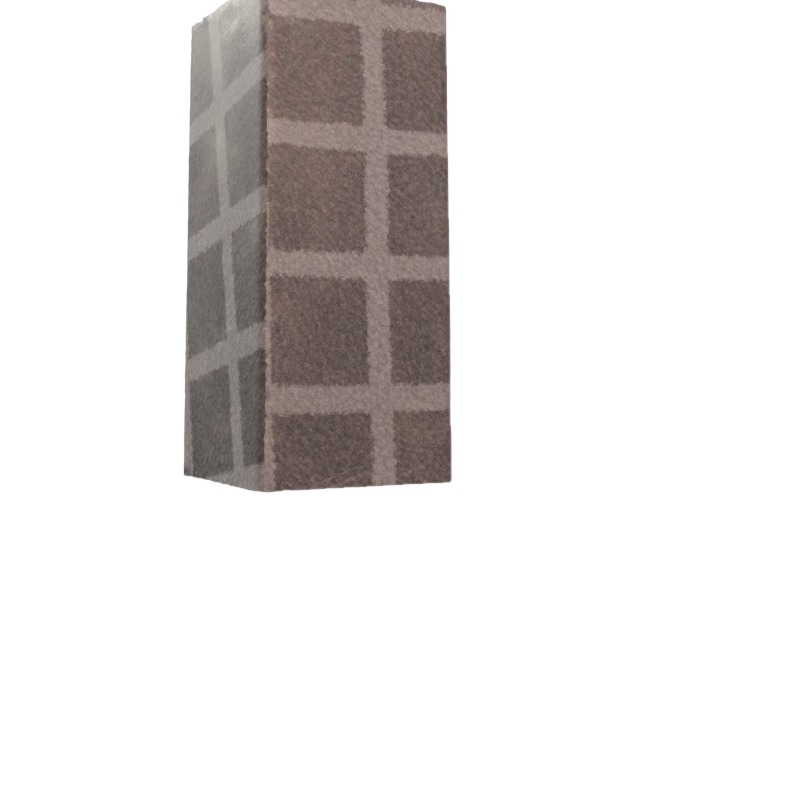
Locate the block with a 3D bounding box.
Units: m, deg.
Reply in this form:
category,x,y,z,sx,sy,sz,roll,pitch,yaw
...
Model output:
category,x,y,z,sx,sy,sz,roll,pitch,yaw
block,-0.039,-0.070,0.492,0.087,0.209,0.092,3,-6,-30
